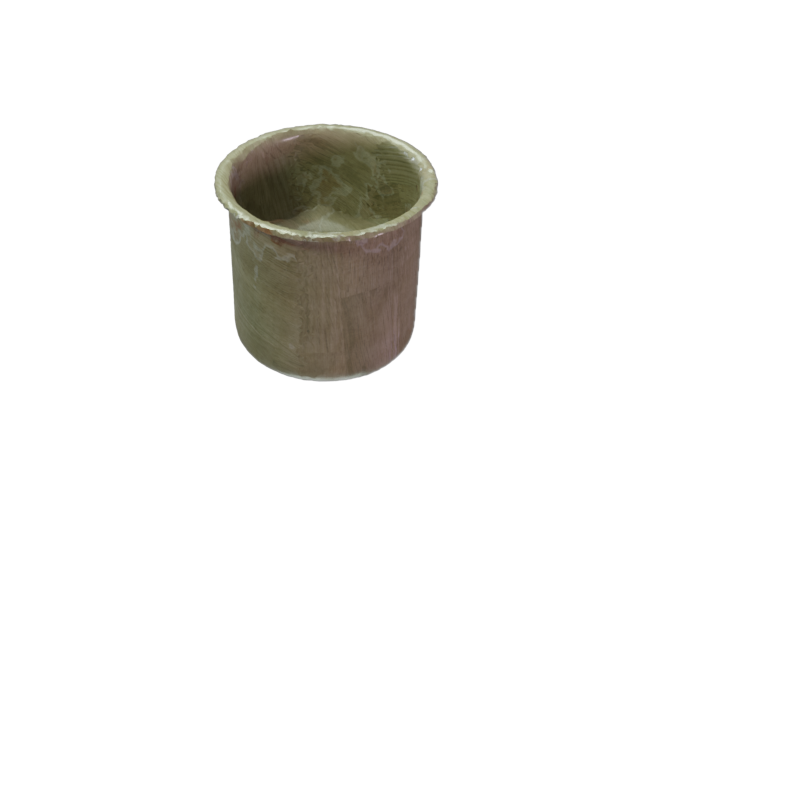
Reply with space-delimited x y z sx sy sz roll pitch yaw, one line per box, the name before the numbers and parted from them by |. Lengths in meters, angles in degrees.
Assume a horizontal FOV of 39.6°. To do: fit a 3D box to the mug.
mug | -0.038 -0.070 0.491 0.092 0.076 0.127 -17 42 -22
